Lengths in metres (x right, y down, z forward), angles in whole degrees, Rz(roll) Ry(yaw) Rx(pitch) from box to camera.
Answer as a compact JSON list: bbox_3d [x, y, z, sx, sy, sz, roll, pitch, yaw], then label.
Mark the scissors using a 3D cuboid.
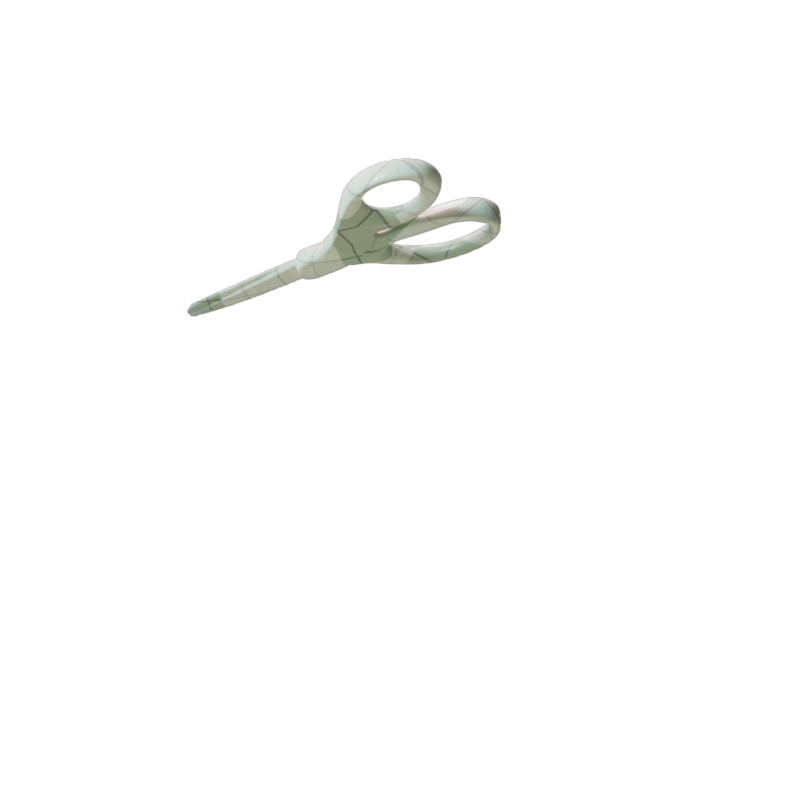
[{"bbox_3d":[-0.047,-0.087,0.607,0.204,0.017,0.089,-10,-29,18],"label":"scissors"}]
